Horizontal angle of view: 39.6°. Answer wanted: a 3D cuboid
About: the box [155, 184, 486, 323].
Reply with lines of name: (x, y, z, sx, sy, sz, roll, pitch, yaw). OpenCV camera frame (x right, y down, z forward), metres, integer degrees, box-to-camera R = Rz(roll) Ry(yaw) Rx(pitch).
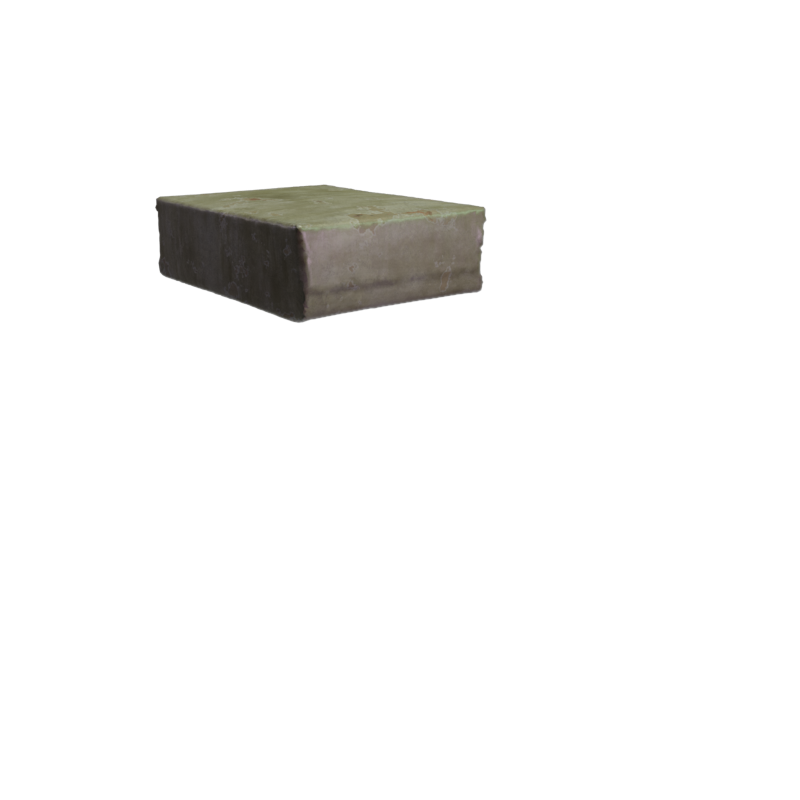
box: (-0.036, -0.065, 0.453, 0.088, 0.038, 0.120, -13, 22, -35)
